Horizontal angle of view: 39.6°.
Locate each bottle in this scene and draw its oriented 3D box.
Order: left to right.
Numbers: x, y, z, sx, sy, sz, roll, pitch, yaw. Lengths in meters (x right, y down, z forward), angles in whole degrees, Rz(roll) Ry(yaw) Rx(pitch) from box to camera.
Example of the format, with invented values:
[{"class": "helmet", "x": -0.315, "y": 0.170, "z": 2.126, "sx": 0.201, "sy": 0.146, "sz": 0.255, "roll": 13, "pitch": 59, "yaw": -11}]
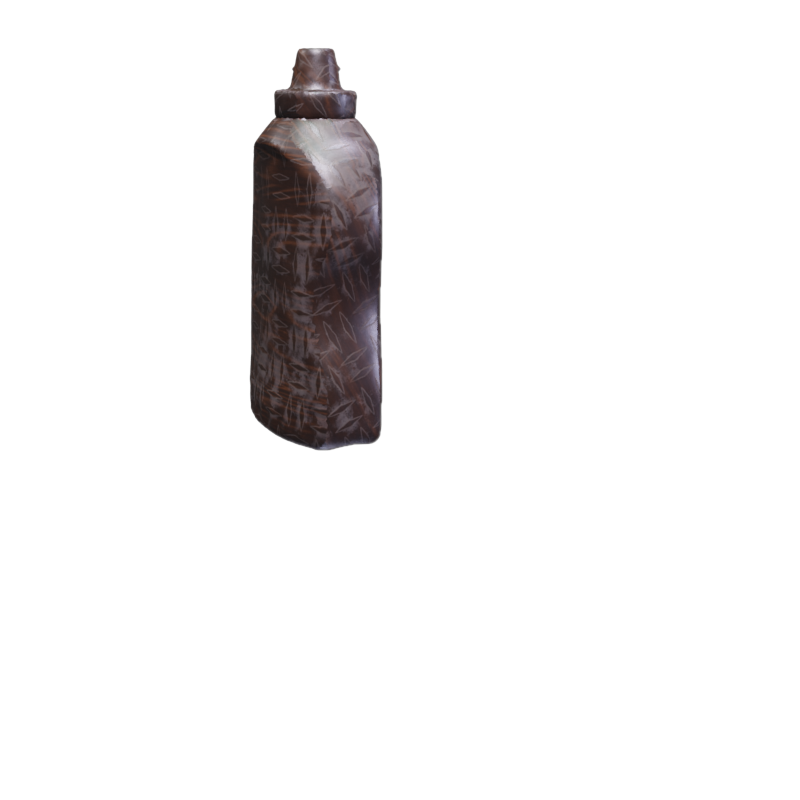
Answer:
[{"class": "bottle", "x": -0.043, "y": -0.080, "z": 0.558, "sx": 0.057, "sy": 0.187, "sz": 0.101, "roll": -4, "pitch": 12, "yaw": -25}]
